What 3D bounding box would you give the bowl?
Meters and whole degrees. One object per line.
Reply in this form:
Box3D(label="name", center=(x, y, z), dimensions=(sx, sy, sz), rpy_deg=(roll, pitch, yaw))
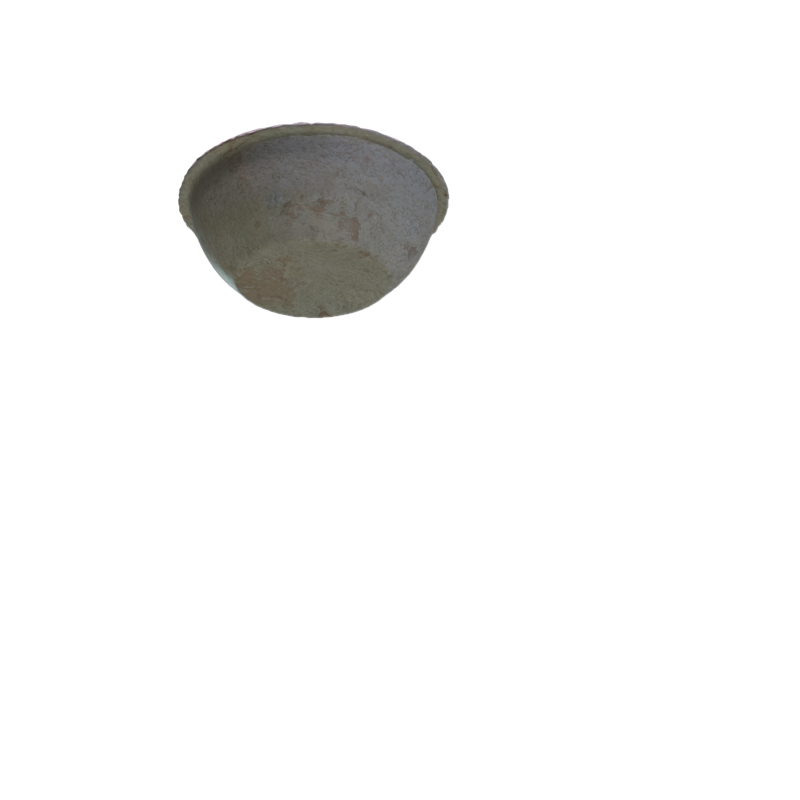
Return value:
Box3D(label="bowl", center=(-0.051, -0.093, 0.651), dimensions=(0.162, 0.058, 0.153), rpy_deg=(1, -26, -2))
